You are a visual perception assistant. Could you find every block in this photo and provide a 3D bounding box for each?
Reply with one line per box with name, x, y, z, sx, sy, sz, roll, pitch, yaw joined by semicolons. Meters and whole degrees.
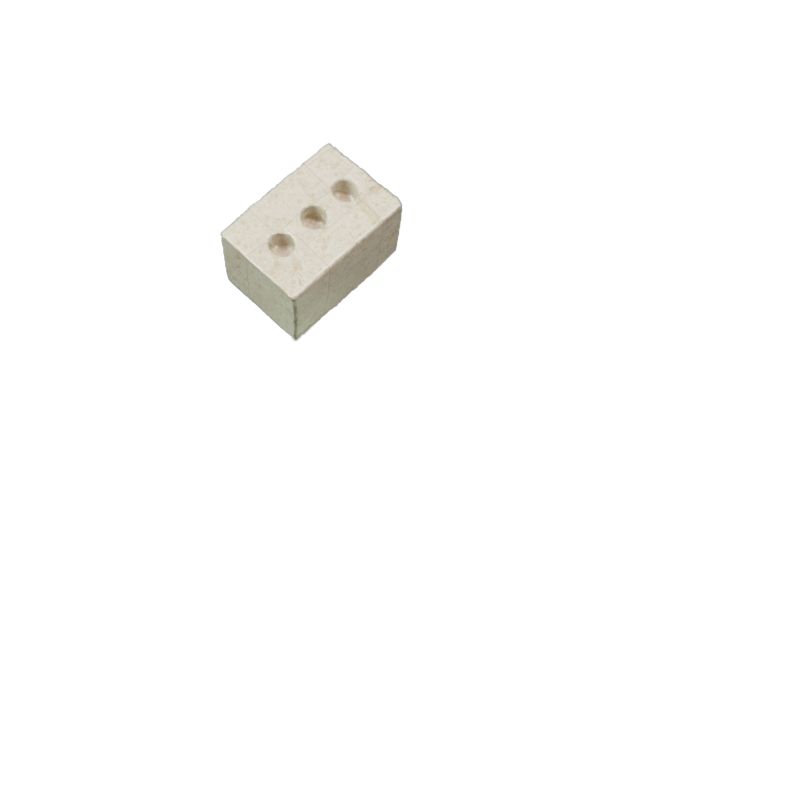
block;-0.044;-0.080;0.560;0.055;0.079;0.048;40;-21;16
